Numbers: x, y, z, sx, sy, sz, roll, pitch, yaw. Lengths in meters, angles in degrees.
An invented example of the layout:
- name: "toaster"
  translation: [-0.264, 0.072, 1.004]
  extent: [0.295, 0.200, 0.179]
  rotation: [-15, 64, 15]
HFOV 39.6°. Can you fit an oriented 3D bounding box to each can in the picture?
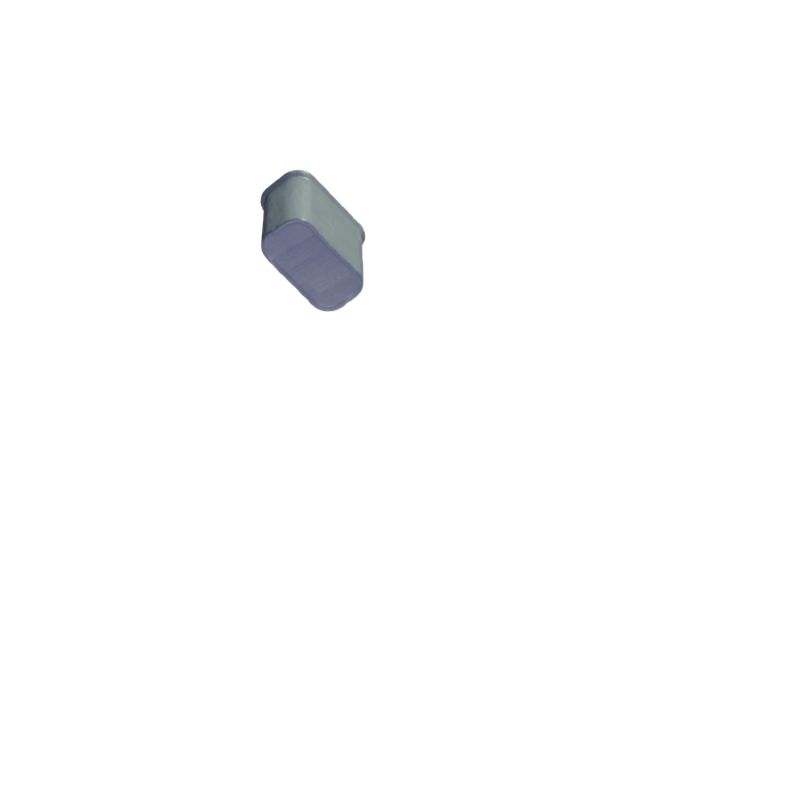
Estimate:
- name: "can"
  translation: [-0.075, -0.137, 0.963]
  extent: [0.057, 0.096, 0.089]
  rotation: [-36, 29, 20]
